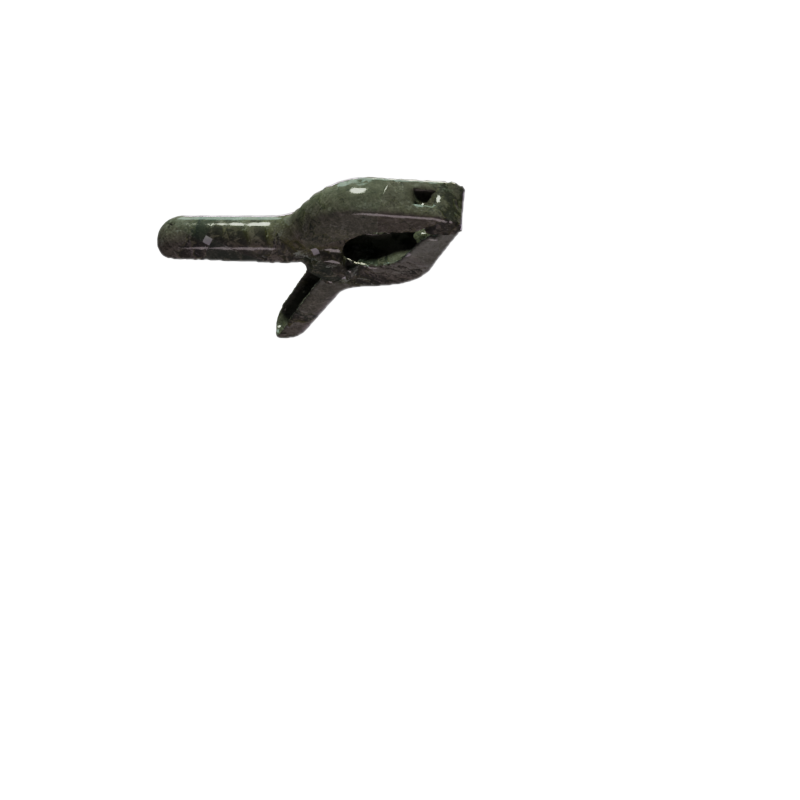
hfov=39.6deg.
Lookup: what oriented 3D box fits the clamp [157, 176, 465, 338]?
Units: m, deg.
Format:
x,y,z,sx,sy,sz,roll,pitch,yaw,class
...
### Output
x,y,z,sx,sy,sz,roll,pitch,yaw,class
-0.048,-0.087,0.610,0.172,0.042,0.113,-23,-34,38,clamp
